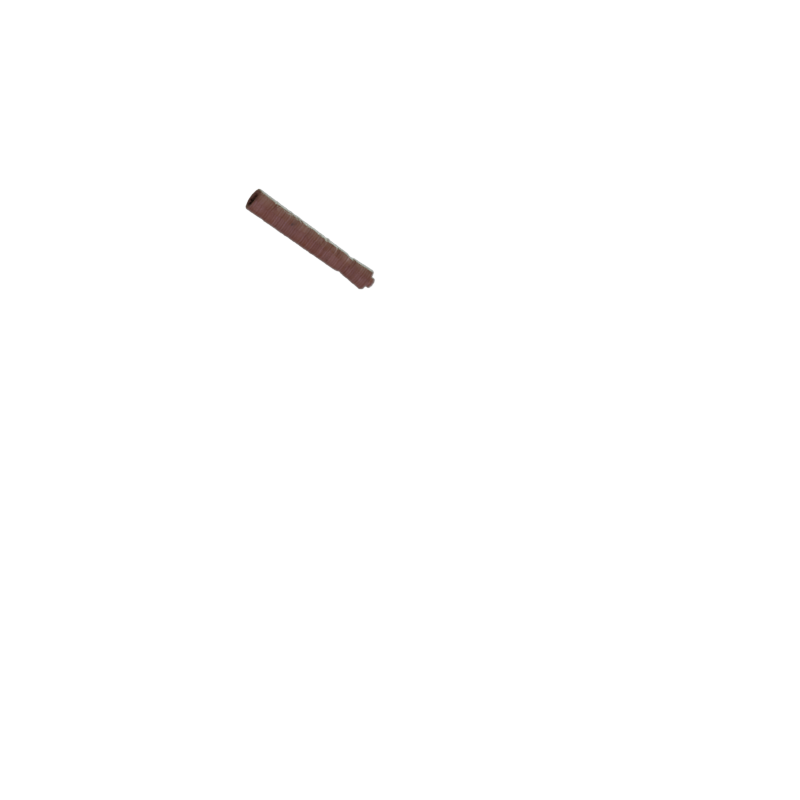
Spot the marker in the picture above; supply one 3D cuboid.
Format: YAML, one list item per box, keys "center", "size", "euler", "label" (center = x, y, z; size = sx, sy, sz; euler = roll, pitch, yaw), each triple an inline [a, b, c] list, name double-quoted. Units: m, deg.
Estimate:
- center: [-0.068, -0.124, 0.866]
  size: [0.115, 0.020, 0.020]
  euler: [34, -10, -20]
  label: "marker"
